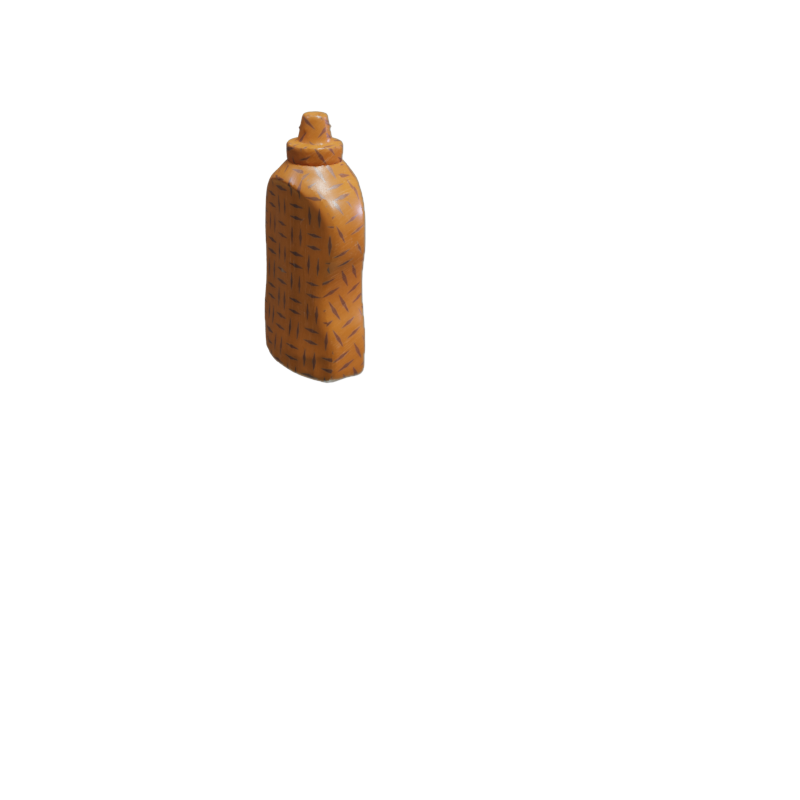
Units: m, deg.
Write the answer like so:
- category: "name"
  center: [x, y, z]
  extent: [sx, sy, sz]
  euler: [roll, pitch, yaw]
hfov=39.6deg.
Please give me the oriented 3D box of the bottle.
- category: "bottle"
  center: [-0.064, -0.117, 0.816]
  extent: [0.057, 0.183, 0.103]
  euler: [-11, 24, -31]
